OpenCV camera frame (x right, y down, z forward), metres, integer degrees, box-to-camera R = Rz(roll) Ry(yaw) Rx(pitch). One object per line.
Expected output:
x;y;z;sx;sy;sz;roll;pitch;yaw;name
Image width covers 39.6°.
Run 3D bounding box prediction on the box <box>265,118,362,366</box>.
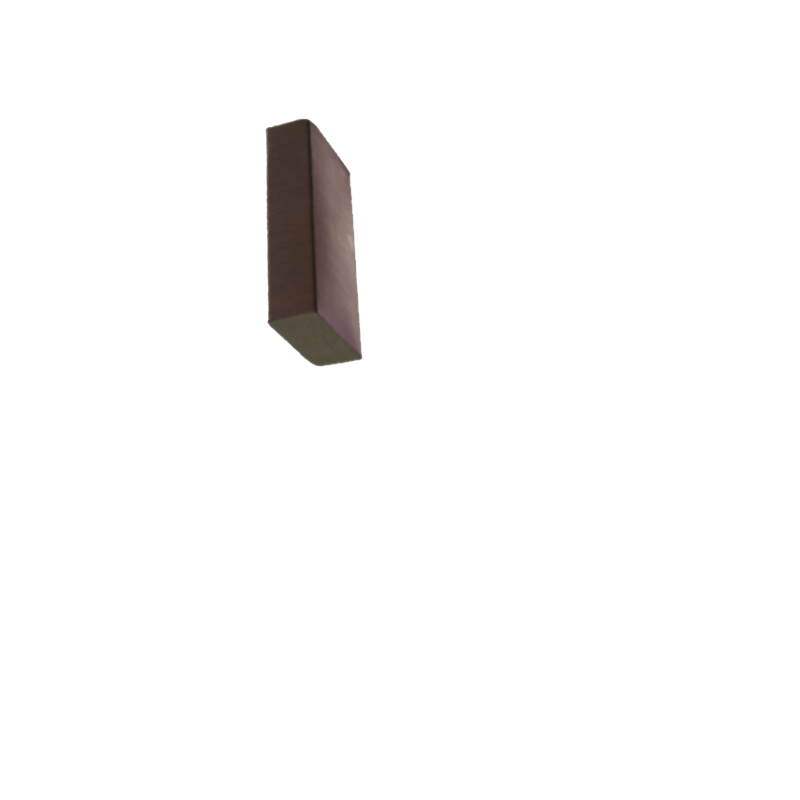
-0.068;-0.124;0.868;0.049;0.187;0.087;-12;-28;18;box
